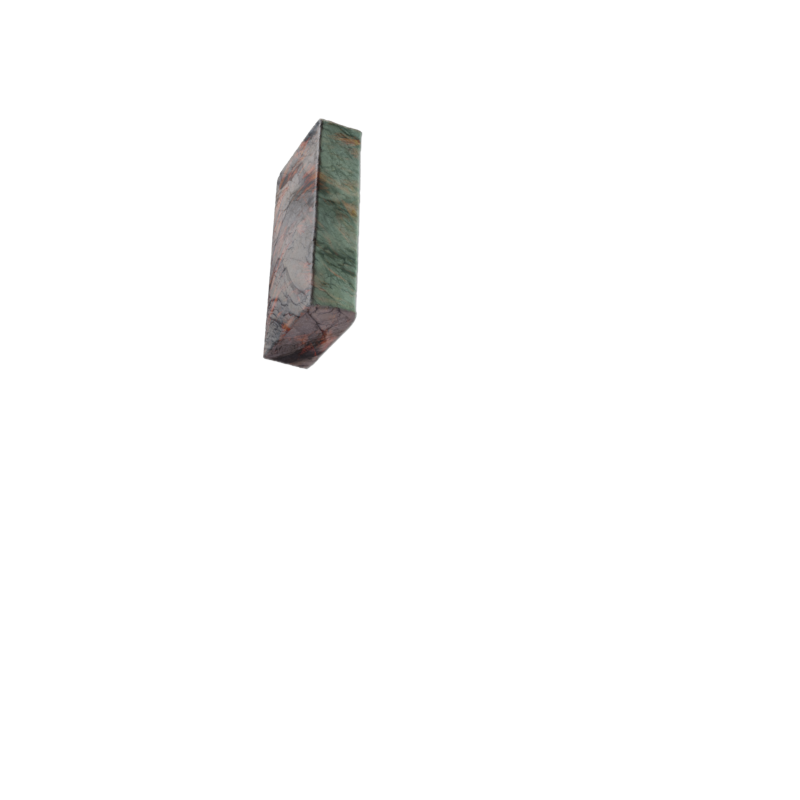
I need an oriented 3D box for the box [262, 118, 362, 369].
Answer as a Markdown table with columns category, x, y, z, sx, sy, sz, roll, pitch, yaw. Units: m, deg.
| category | x | y | z | sx | sy | sz | roll | pitch | yaw |
| --- | --- | --- | --- | --- | --- | --- | --- | --- | --- |
| box | -0.069 | -0.125 | 0.873 | 0.046 | 0.188 | 0.091 | 14 | -34 | -25 |
